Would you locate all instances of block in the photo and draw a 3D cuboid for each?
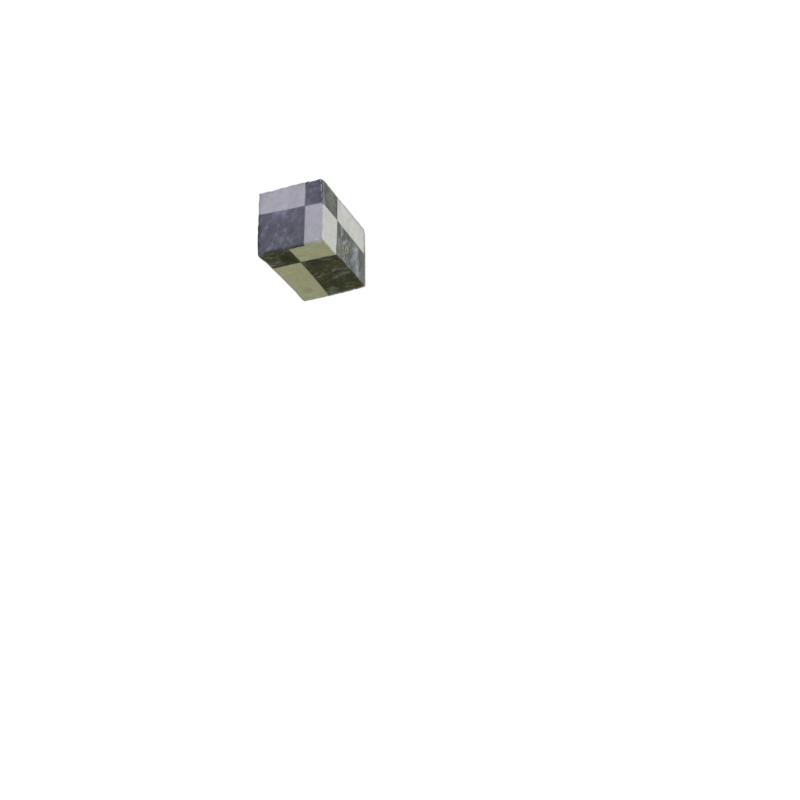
[{"bbox_3d":[-0.063,-0.114,0.801,0.053,0.054,0.072,-11,-28,19],"label":"block"}]
